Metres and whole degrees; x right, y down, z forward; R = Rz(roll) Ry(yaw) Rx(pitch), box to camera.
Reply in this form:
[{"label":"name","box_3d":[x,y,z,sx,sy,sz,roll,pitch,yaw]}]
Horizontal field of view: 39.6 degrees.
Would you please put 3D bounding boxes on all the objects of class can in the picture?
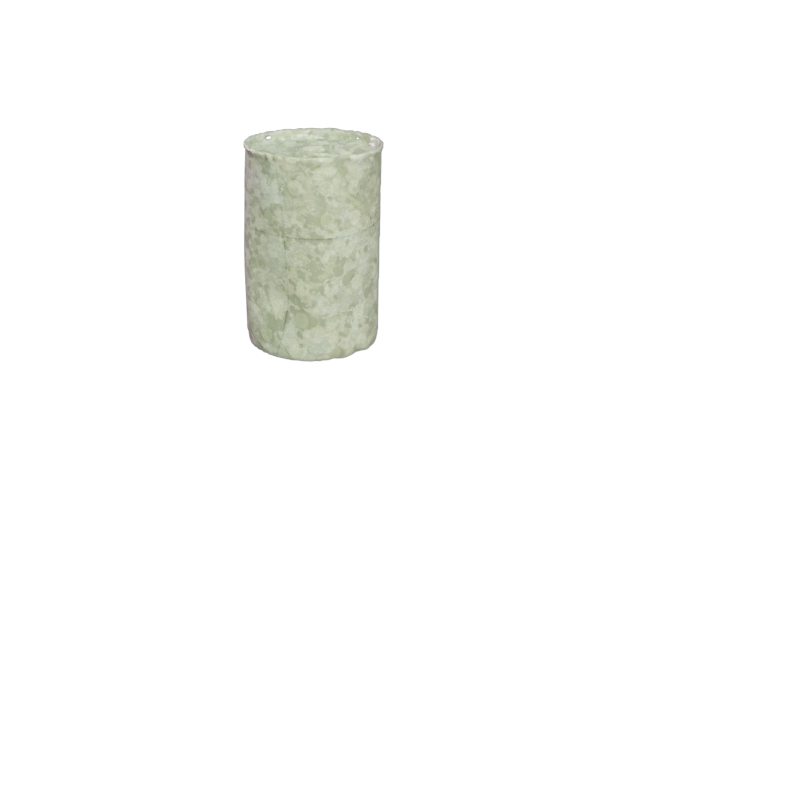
[{"label":"can","box_3d":[-0.043,-0.079,0.551,0.068,0.098,0.072,0,20,-2]}]
